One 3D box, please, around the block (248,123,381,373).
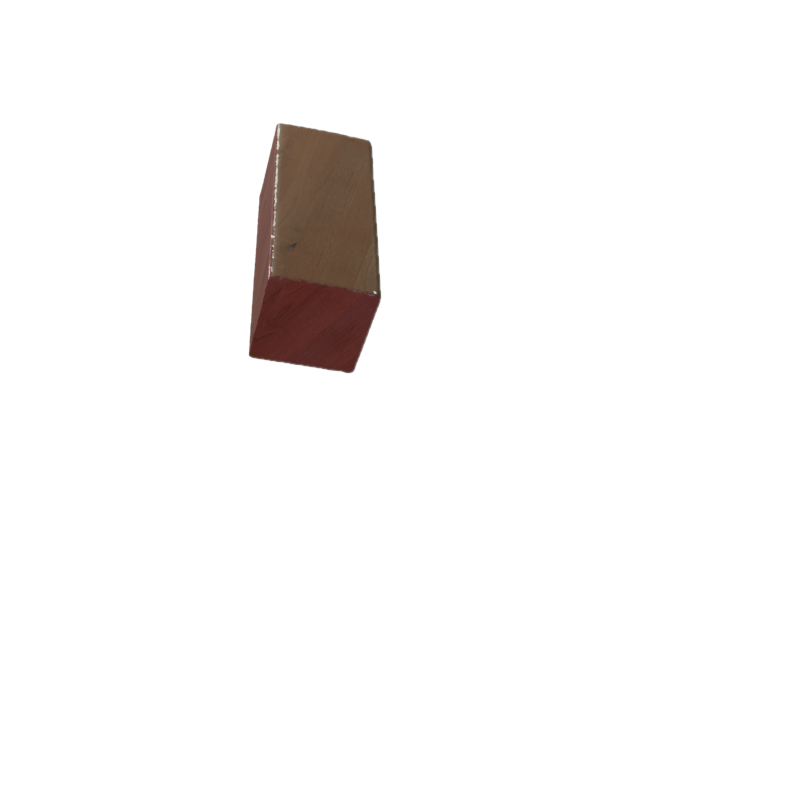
[{"bbox_3d":[-0.073,-0.134,0.940,0.089,0.086,0.221,9,43,-12],"label":"block"}]
